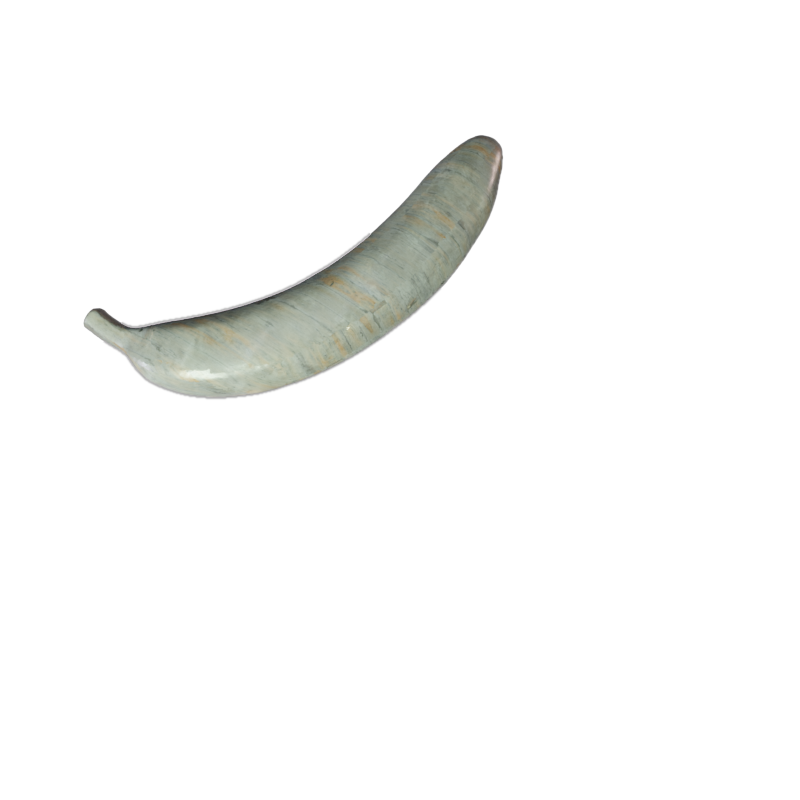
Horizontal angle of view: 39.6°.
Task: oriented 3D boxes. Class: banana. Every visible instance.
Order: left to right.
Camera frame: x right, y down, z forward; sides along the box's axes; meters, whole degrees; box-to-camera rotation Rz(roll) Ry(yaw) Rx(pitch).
[{"bbox_3d":[-0.032,-0.049,0.467,0.197,0.073,0.035,-25,-16,-9],"label":"banana"}]
